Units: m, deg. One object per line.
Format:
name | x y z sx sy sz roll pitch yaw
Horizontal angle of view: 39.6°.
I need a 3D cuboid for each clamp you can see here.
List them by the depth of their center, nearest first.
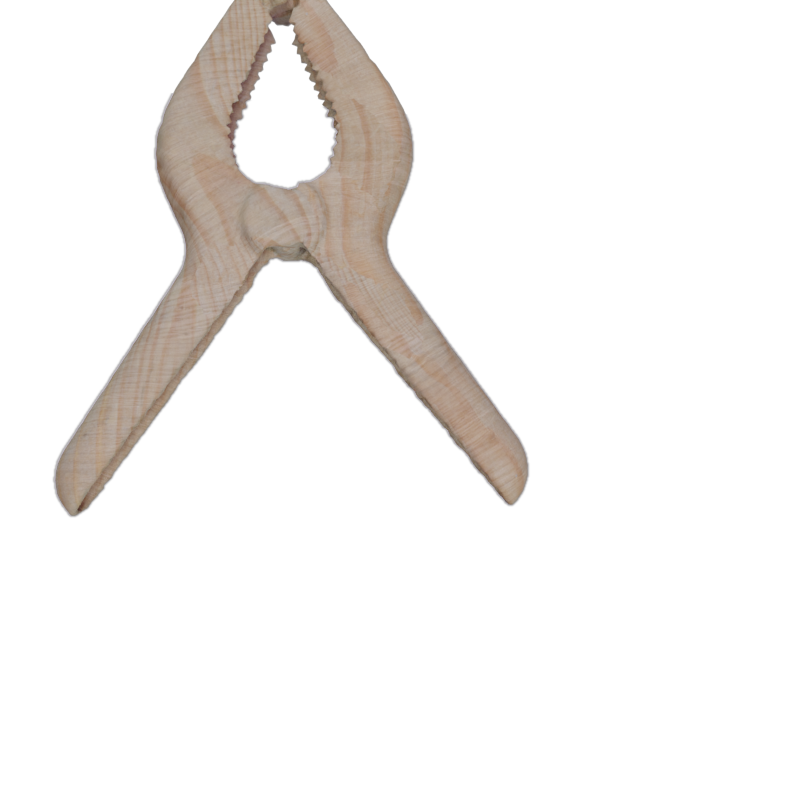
clamp | -0.032 -0.058 0.406 0.165 0.215 0.035 5 -11 1
